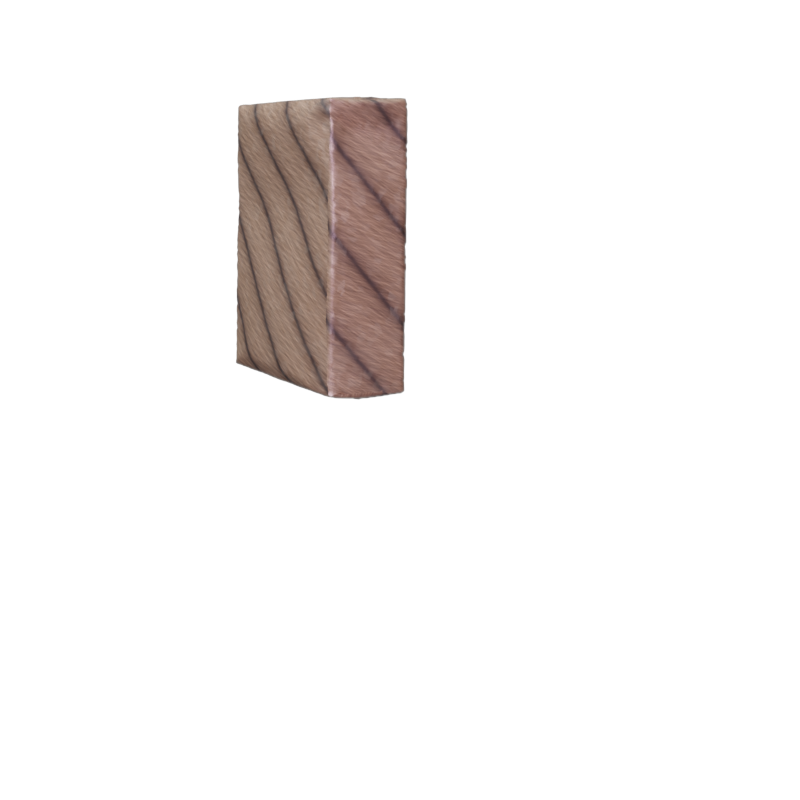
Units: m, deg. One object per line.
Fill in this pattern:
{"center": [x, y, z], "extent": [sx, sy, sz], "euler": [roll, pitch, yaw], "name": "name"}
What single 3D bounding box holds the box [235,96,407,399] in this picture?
{"center": [-0.066, -0.121, 0.844], "extent": [0.070, 0.211, 0.172], "euler": [-3, 8, -30], "name": "box"}
